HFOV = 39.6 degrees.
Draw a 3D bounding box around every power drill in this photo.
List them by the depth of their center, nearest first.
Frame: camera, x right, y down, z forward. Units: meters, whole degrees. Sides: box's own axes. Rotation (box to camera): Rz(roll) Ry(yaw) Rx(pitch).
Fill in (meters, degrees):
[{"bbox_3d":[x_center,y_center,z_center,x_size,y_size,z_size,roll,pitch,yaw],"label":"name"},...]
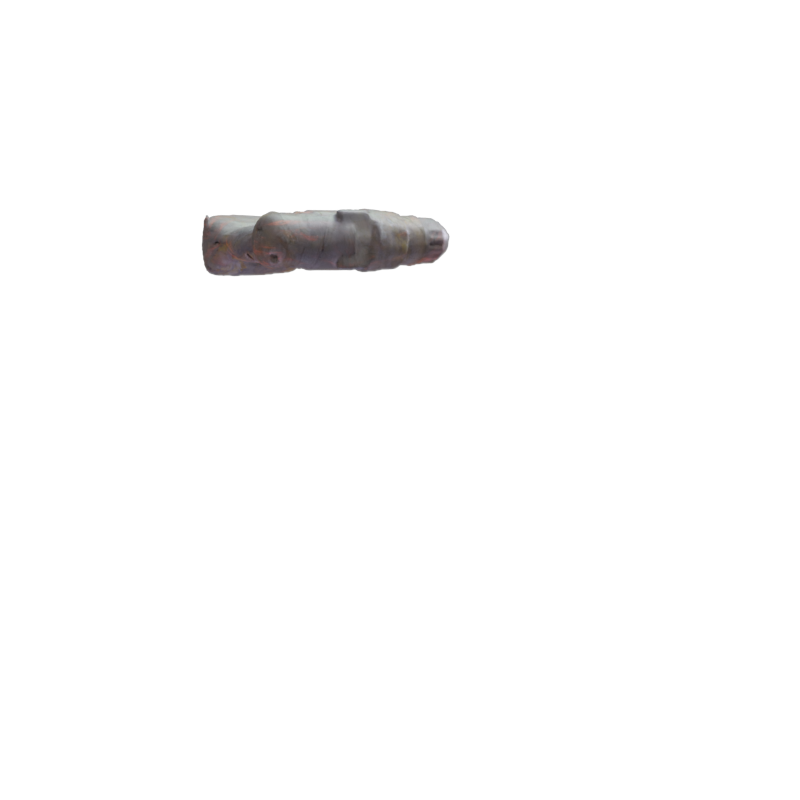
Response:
[{"bbox_3d":[-0.076,-0.139,0.975,0.178,0.057,0.194,-2,5,-34],"label":"power drill"}]
